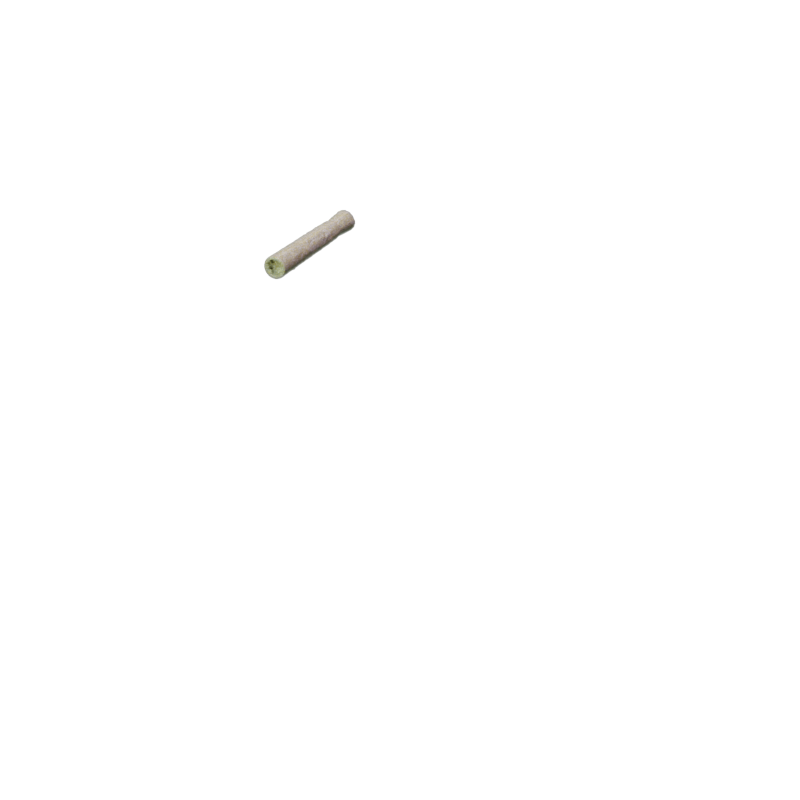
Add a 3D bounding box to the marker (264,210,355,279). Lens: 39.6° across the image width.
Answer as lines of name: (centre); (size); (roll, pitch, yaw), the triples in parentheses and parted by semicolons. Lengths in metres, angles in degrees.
marker: (-0.070, -0.127, 0.893); (0.020, 0.019, 0.123); (2, 27, 28)
